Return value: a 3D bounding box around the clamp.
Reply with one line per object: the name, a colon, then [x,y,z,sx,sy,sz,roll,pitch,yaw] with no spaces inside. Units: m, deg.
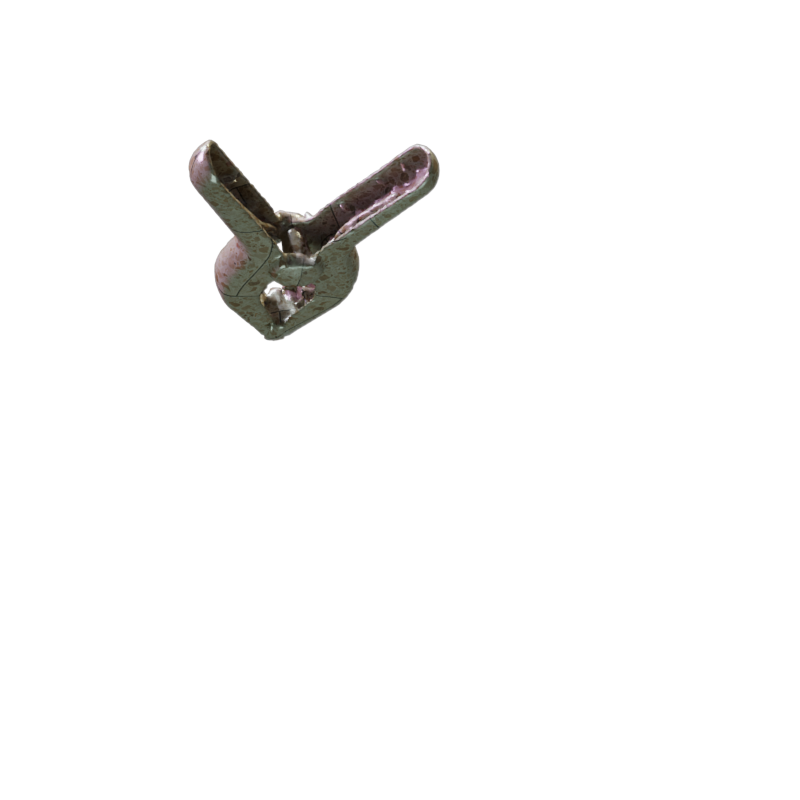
clamp: [-0.046,-0.083,0.584,0.120,0.041,0.162,1,-23,-4]
